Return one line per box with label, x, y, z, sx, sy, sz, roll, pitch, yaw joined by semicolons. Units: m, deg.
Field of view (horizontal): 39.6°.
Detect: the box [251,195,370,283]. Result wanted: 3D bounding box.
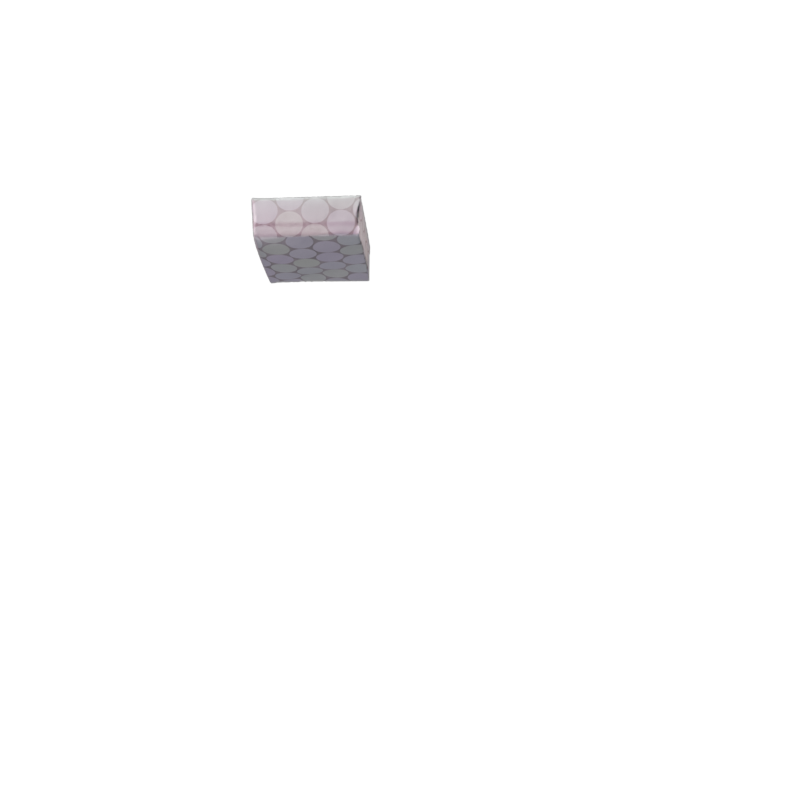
box;-0.073;-0.132;0.928;0.090;0.040;0.108;-1;-14;3
